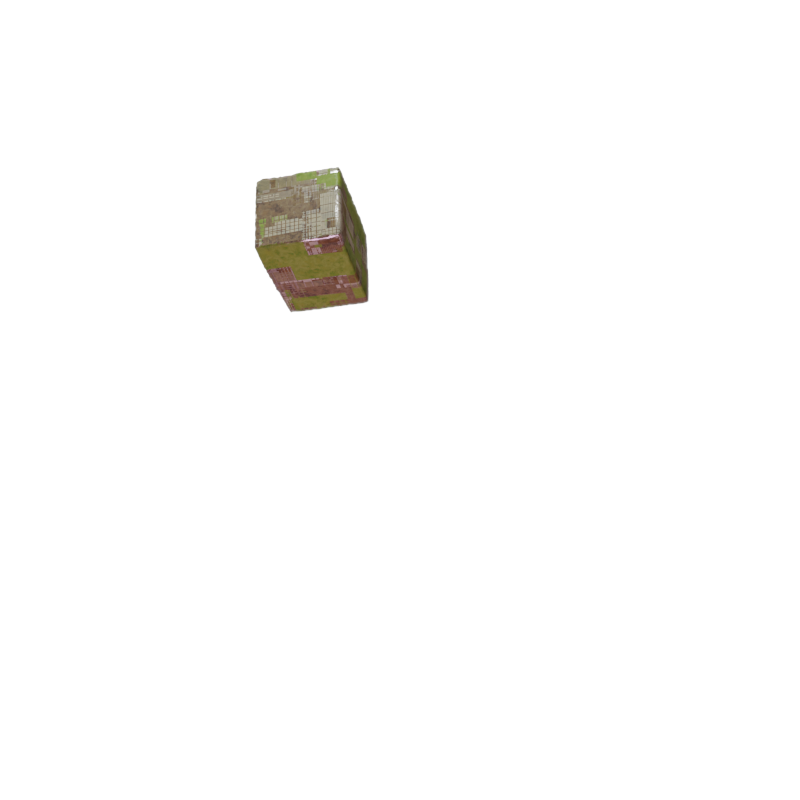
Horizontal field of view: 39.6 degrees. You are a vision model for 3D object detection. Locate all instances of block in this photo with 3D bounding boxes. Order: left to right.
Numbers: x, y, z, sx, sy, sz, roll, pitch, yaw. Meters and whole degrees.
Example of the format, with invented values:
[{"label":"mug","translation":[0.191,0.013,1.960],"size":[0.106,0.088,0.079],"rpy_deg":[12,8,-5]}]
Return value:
[{"label":"block","translation":[-0.053,-0.096,0.675],"size":[0.053,0.055,0.072],"rpy_deg":[-7,-30,10]}]
